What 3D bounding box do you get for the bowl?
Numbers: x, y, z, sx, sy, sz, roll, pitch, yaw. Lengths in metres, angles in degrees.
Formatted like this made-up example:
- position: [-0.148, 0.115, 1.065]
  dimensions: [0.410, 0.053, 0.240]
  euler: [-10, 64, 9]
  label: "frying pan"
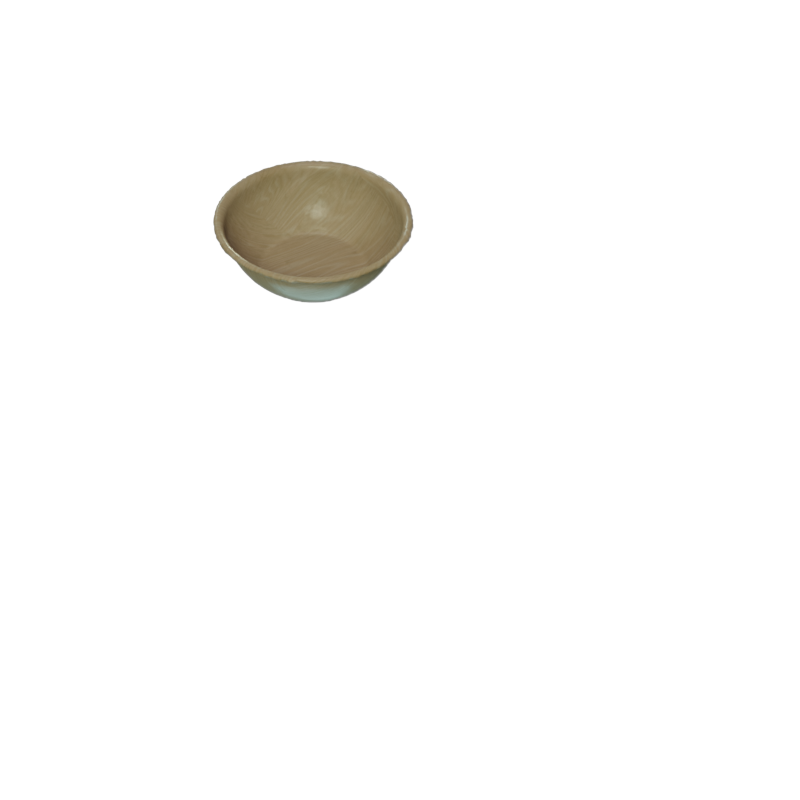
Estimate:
- position: [-0.071, -0.130, 0.911]
  dimensions: [0.162, 0.051, 0.174]
  euler: [-1, 44, -1]
  label: "bowl"
